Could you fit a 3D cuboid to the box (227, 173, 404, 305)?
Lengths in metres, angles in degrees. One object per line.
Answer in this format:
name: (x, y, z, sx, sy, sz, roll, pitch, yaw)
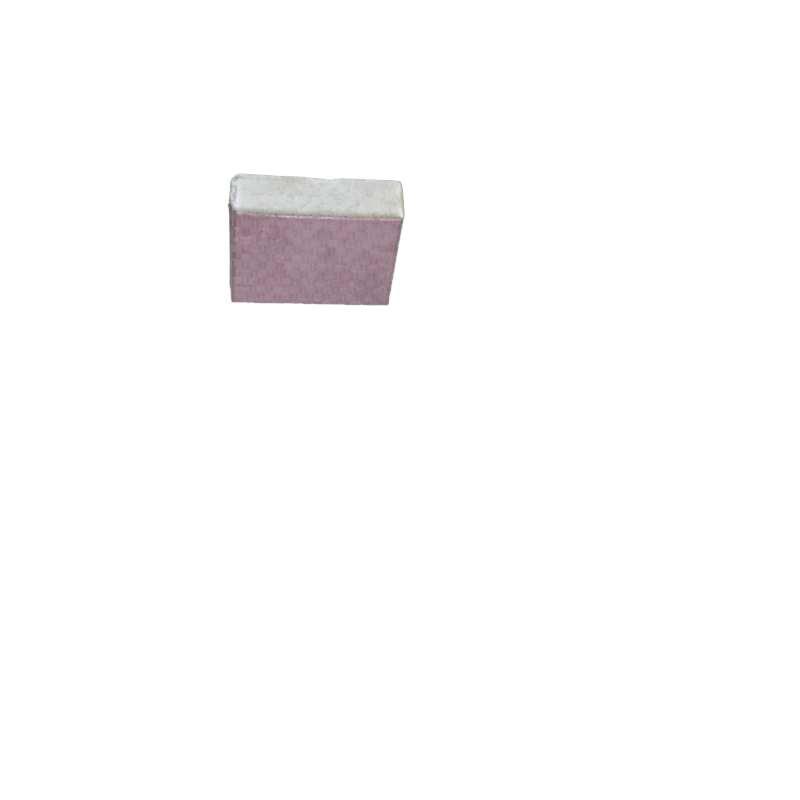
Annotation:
box: (-0.046, -0.084, 0.586, 0.089, 0.032, 0.068, 2, -37, -4)
